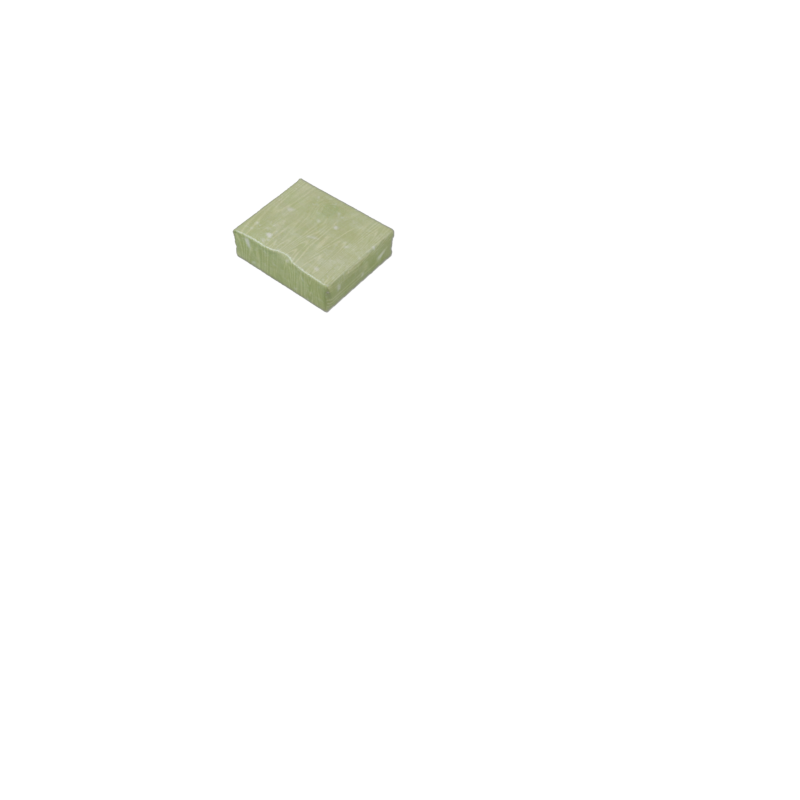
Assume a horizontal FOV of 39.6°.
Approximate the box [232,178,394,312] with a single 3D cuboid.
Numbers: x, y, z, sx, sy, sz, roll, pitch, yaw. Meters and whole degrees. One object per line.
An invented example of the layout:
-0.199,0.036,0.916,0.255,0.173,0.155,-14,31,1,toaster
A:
-0.061,-0.112,0.781,0.094,0.028,0.074,32,56,25,box
